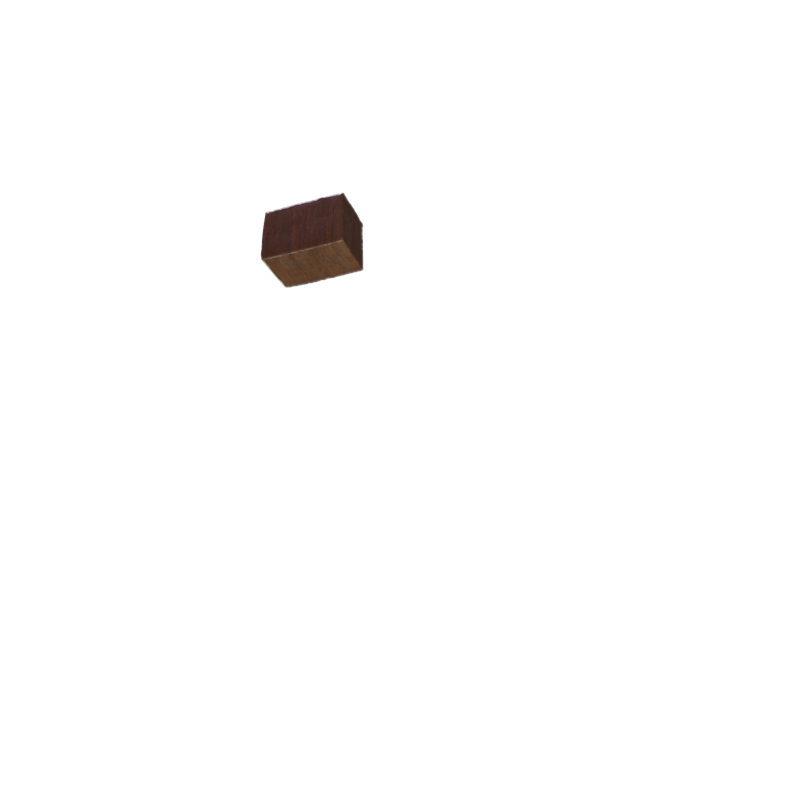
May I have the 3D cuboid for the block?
[{"bbox_3d":[-0.076,-0.139,0.977,0.079,0.055,0.049,-11,-33,17],"label":"block"}]
